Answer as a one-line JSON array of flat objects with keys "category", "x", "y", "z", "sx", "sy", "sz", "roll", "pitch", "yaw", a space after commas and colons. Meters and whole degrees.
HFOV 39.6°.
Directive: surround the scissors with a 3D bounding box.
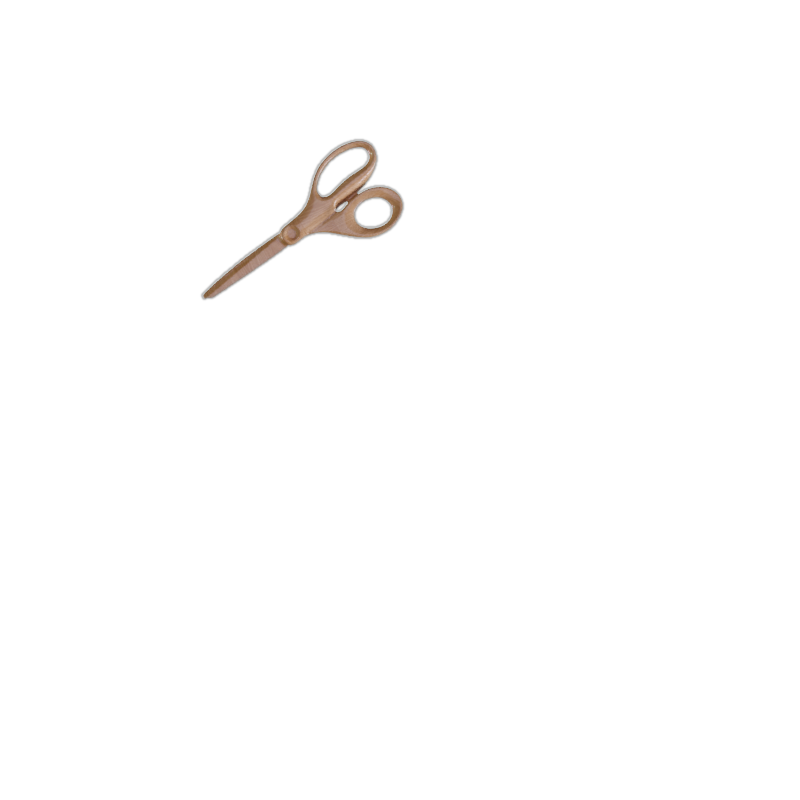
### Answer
[{"category": "scissors", "x": -0.078, "y": -0.142, "z": 0.994, "sx": 0.097, "sy": 0.202, "sz": 0.016, "roll": 38, "pitch": -3, "yaw": 2}]
